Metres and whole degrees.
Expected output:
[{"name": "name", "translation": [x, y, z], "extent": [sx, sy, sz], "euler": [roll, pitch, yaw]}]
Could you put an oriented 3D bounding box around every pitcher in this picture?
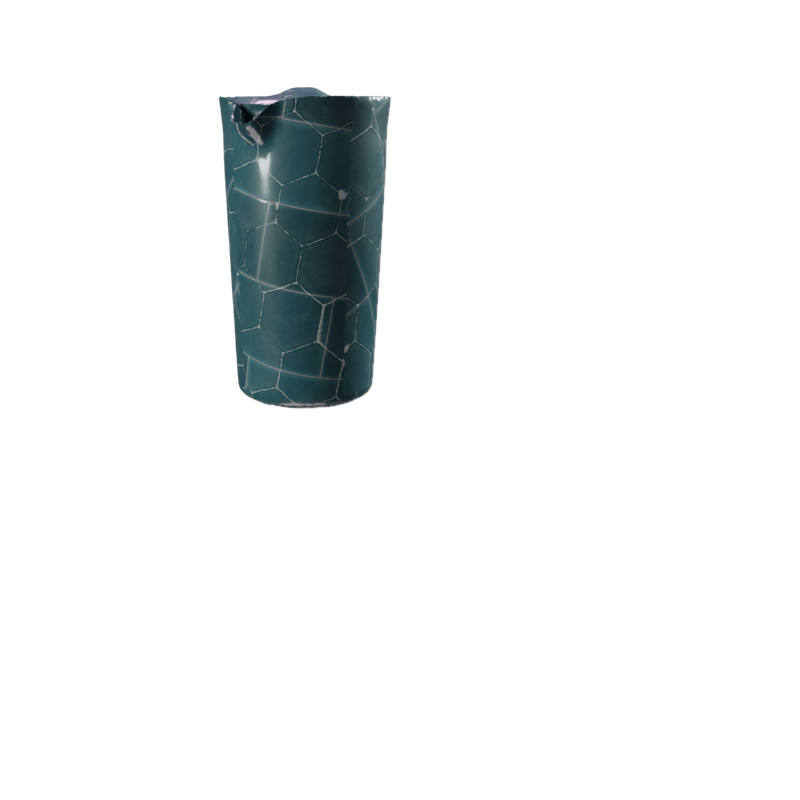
[{"name": "pitcher", "translation": [-0.069, -0.126, 0.881], "extent": [0.147, 0.238, 0.151], "euler": [-2, 10, -15]}]
